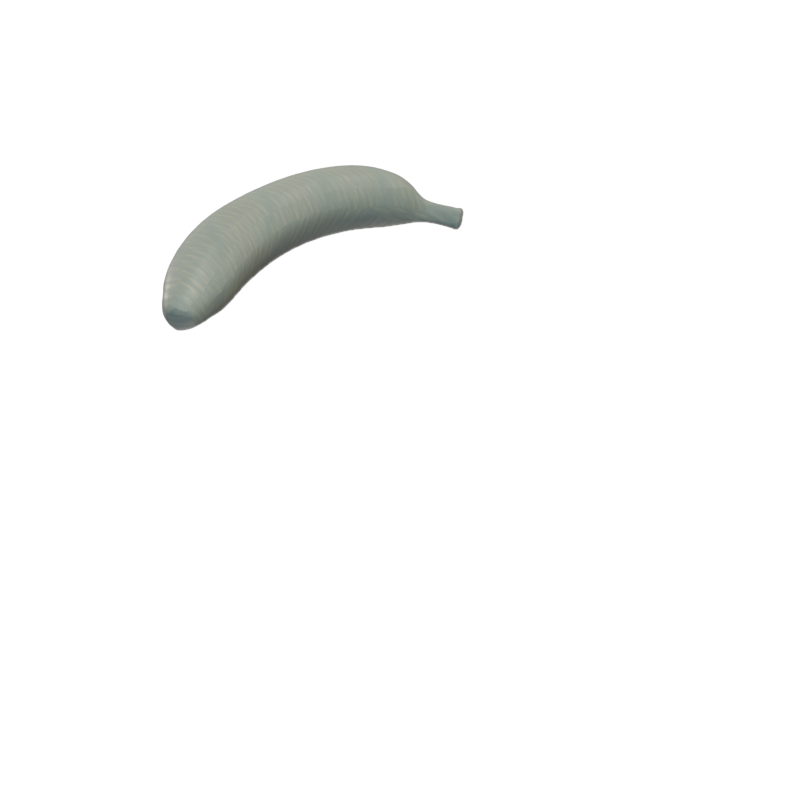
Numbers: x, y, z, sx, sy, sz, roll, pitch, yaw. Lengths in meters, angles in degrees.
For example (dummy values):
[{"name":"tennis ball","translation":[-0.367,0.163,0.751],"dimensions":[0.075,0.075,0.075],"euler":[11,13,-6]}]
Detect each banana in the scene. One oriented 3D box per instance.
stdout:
[{"name":"banana","translation":[-0.054,-0.087,0.566],"dimensions":[0.074,0.035,0.196],"euler":[26,39,37]}]
